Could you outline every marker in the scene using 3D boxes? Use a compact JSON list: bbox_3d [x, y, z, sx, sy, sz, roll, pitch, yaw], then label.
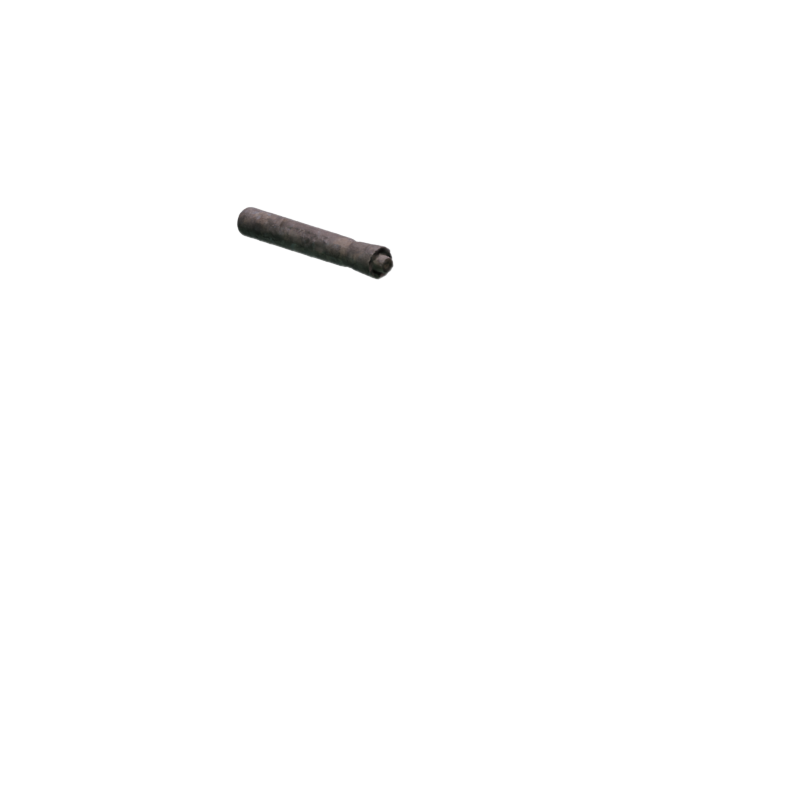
[{"bbox_3d":[-0.051,-0.092,0.647,0.019,0.019,0.128,-4,20,-45],"label":"marker"}]
